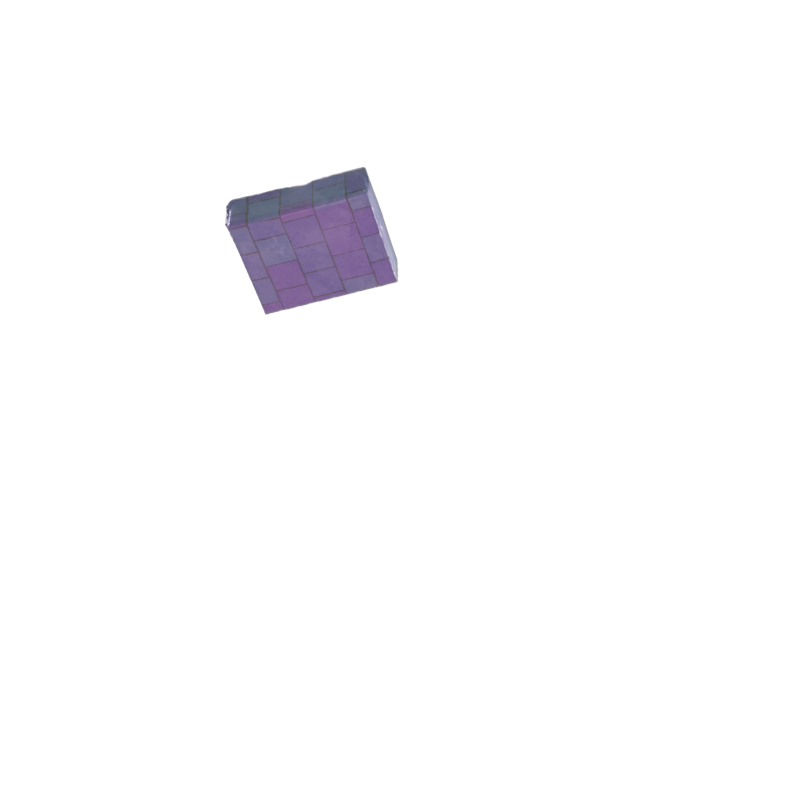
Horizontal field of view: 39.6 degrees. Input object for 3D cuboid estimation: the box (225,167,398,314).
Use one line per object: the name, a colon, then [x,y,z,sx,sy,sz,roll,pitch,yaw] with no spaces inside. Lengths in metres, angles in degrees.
box: [-0.053,-0.096,0.675,0.090,0.068,0.032,-12,41,10]
